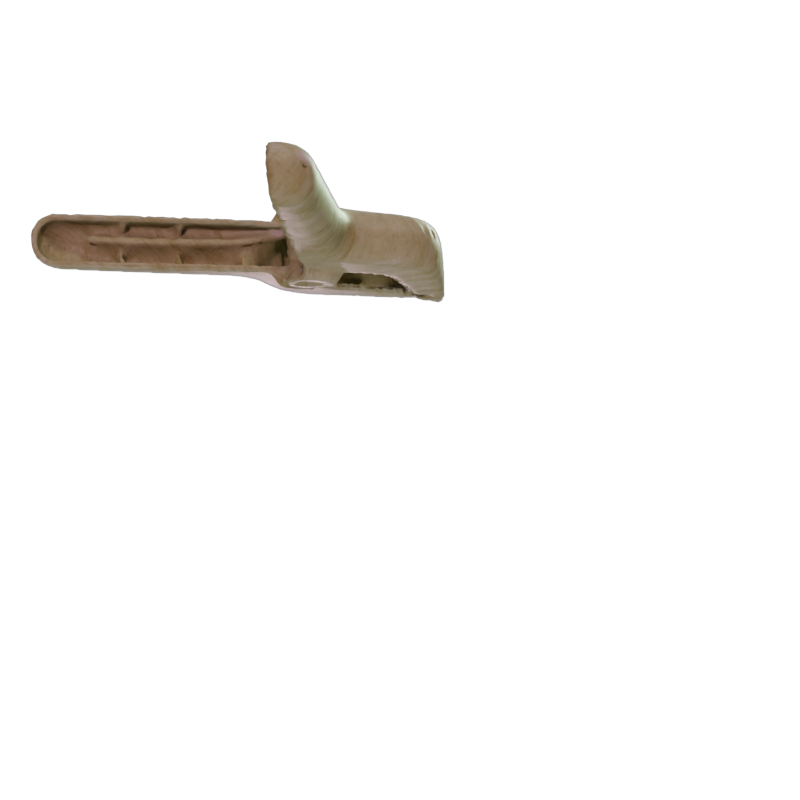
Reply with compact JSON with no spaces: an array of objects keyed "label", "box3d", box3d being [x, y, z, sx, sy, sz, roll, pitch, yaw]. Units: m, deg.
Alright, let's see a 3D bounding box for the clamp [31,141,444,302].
[{"label":"clamp","box3d":[-0.040,-0.073,0.514,0.200,0.037,0.169,5,-7,-42]}]
